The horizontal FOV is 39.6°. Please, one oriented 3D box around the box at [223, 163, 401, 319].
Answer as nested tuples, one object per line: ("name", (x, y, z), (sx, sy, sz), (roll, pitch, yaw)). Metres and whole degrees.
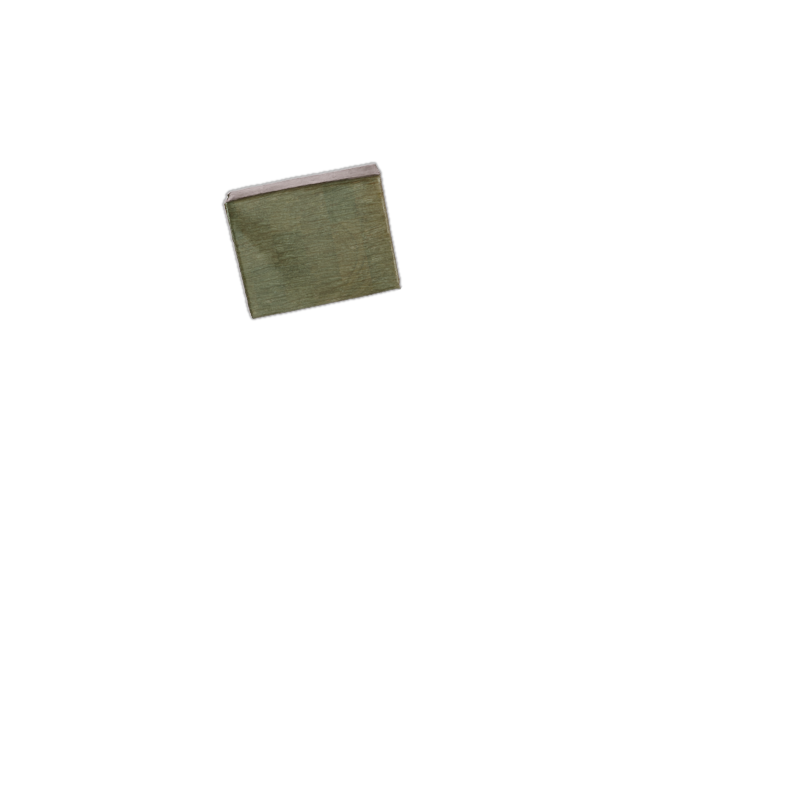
("box", (-0.062, -0.114, 0.795), (0.114, 0.086, 0.040), (-10, 17, 2))
